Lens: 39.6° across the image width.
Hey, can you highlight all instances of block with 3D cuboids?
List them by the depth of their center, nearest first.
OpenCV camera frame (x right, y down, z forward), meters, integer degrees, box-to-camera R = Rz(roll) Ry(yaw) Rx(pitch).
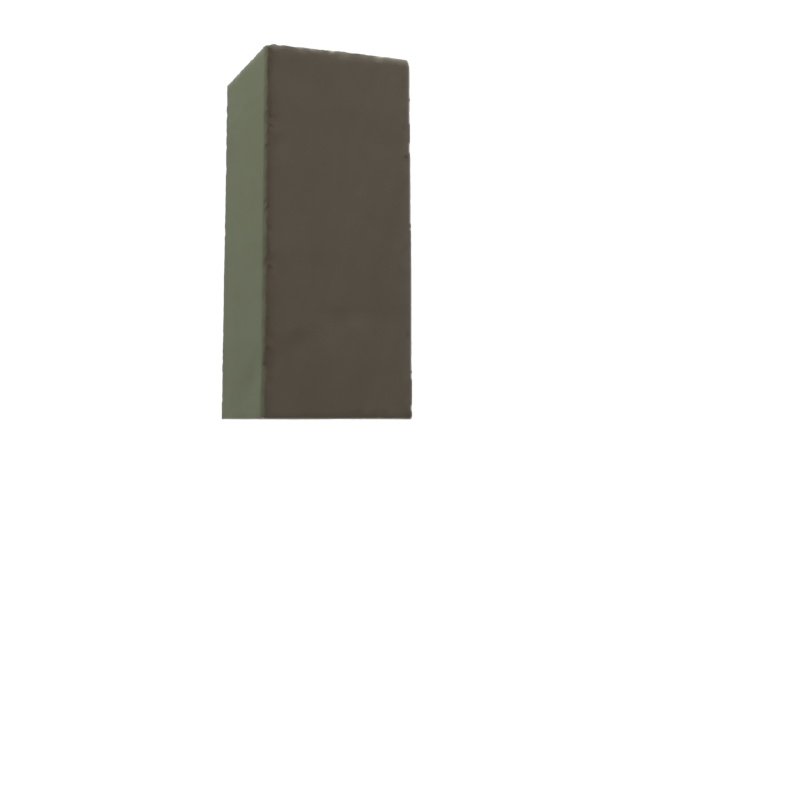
[{"bbox_3d":[-0.050,-0.093,0.652,0.088,0.210,0.091,3,-8,-22],"label":"block"}]
